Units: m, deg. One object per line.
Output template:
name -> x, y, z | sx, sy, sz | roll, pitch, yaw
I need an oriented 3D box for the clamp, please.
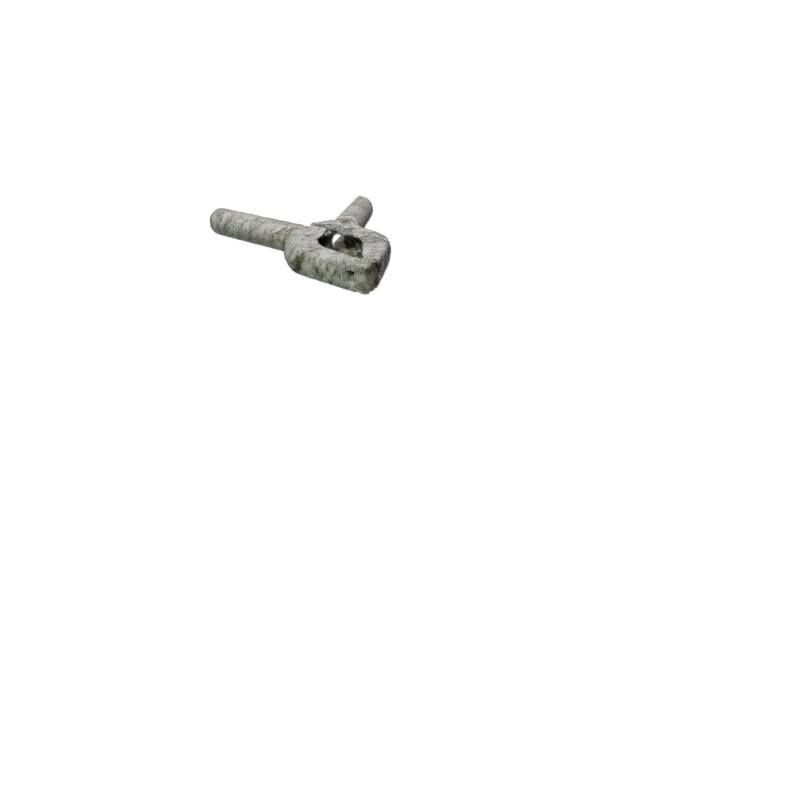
clamp -> -0.078, -0.143, 0.998 | 0.162, 0.035, 0.224 | -7, 26, -15
